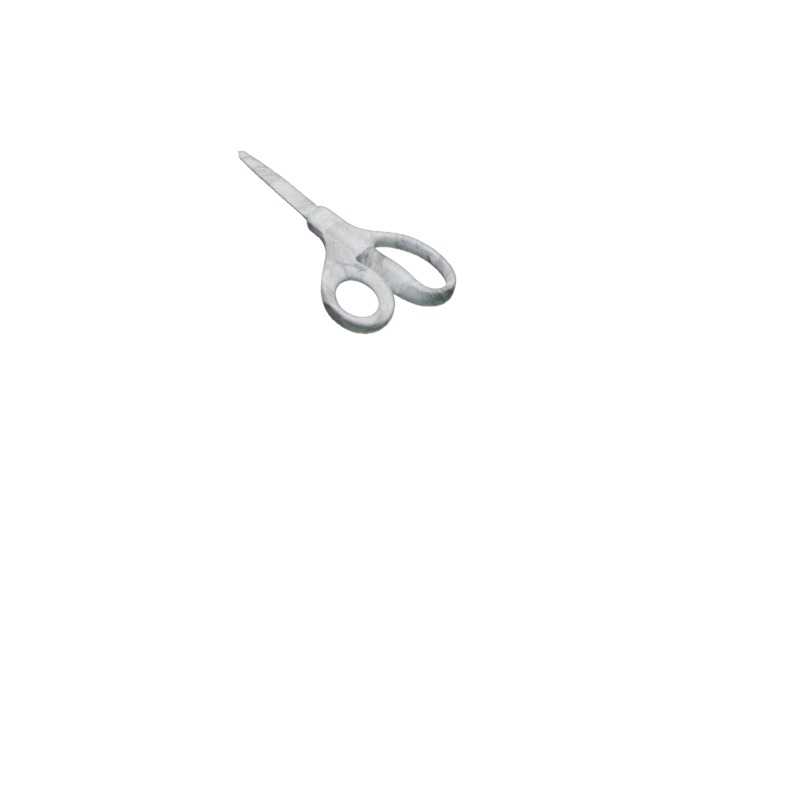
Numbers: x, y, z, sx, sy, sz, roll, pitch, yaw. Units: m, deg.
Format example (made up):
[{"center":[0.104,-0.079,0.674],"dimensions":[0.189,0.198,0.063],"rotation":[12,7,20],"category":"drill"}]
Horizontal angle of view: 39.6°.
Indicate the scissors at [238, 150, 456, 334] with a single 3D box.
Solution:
[{"center":[-0.059,-0.107,0.751],"dimensions":[0.212,0.015,0.098],"rotation":[28,54,23],"category":"scissors"}]
